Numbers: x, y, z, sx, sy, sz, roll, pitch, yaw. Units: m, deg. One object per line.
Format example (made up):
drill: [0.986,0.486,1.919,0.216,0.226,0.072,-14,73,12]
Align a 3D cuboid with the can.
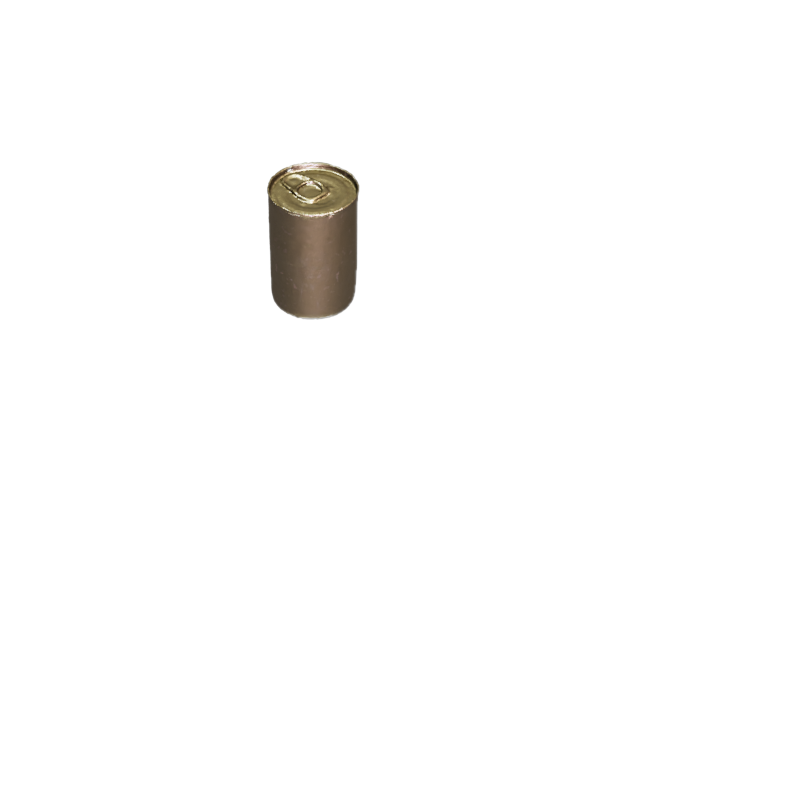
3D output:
can: [-0.066,-0.120,0.844,0.068,0.095,0.073,0,42,-3]
